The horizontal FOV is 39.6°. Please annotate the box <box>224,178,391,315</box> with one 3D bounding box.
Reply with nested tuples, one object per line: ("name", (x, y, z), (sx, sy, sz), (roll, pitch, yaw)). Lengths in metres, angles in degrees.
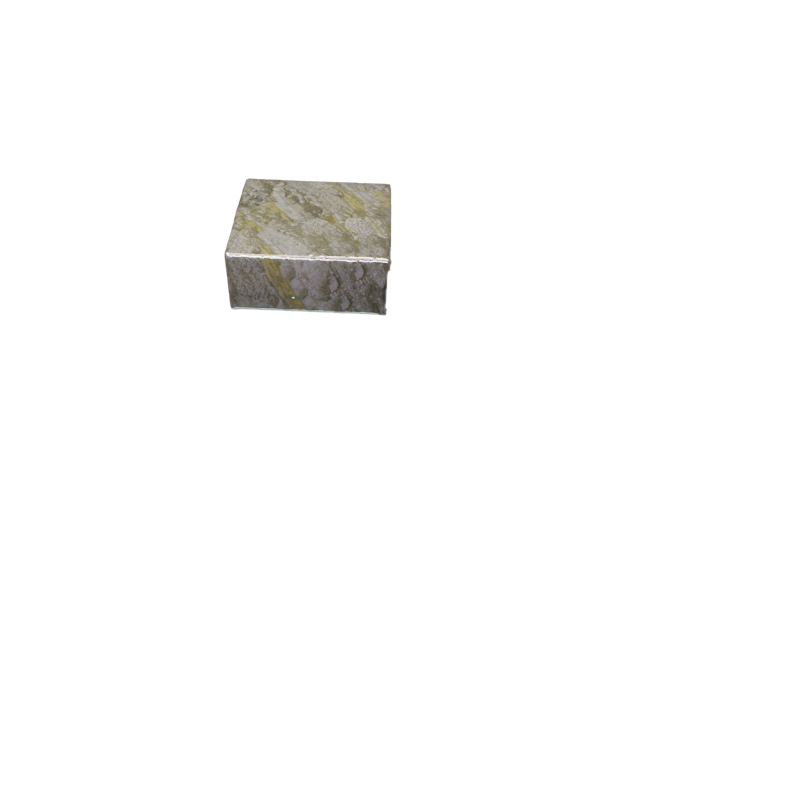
("box", (-0.050, -0.091, 0.641), (0.090, 0.037, 0.120), (1, 33, 0))
